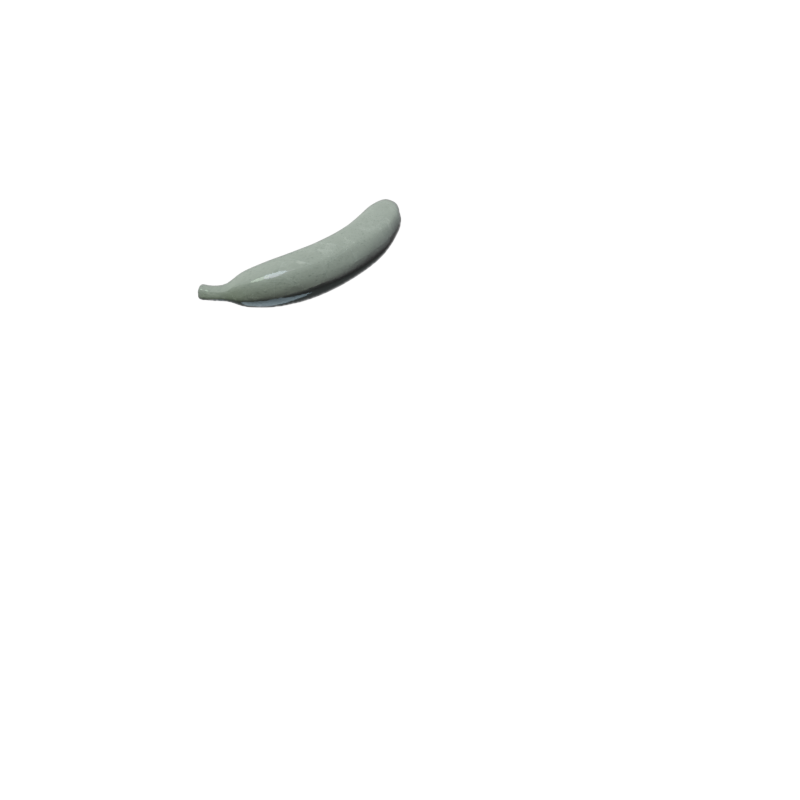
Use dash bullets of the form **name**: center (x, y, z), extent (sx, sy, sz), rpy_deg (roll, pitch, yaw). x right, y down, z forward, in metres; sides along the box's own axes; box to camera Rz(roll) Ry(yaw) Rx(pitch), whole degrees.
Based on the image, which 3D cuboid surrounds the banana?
- **banana**: center (-0.057, -0.113, 0.849), extent (0.197, 0.034, 0.074), rpy_deg (-29, 44, -34)
